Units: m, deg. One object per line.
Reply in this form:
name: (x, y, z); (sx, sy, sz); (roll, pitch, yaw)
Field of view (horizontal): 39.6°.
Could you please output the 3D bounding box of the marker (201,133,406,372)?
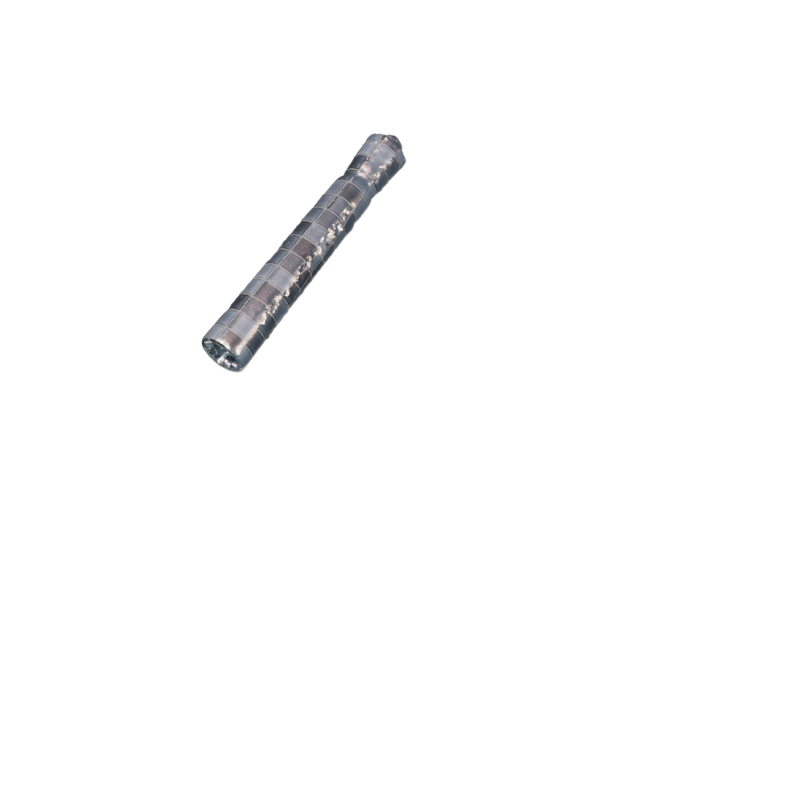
marker: (-0.034, -0.061, 0.428); (0.021, 0.124, 0.018); (2, -42, 45)
